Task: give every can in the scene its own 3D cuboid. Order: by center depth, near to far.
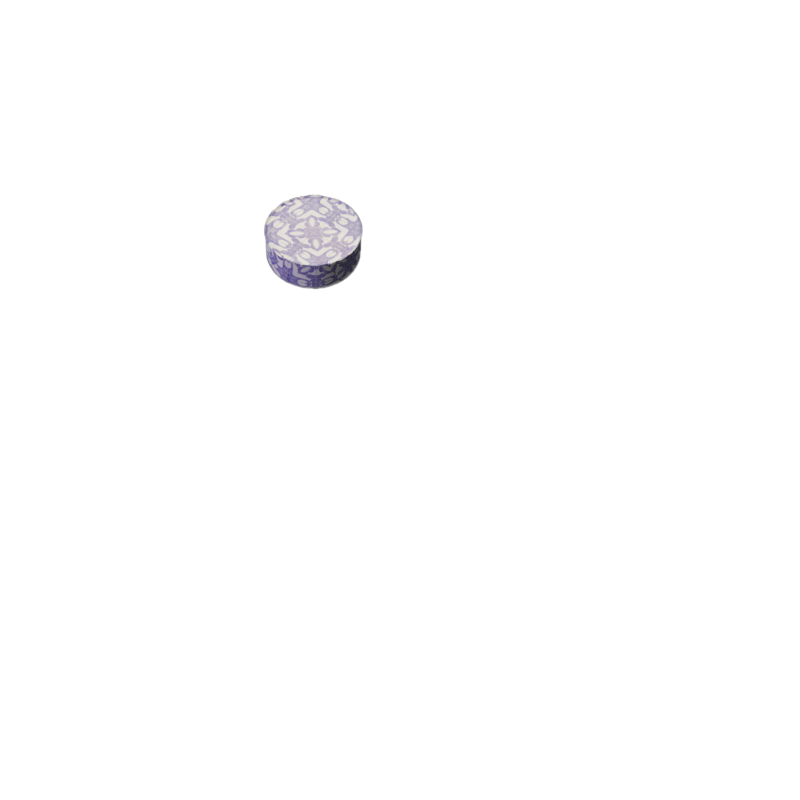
[{"bbox_3d":[-0.076,-0.139,0.974,0.086,0.092,0.031,-1,-40,-1],"label":"can"}]
